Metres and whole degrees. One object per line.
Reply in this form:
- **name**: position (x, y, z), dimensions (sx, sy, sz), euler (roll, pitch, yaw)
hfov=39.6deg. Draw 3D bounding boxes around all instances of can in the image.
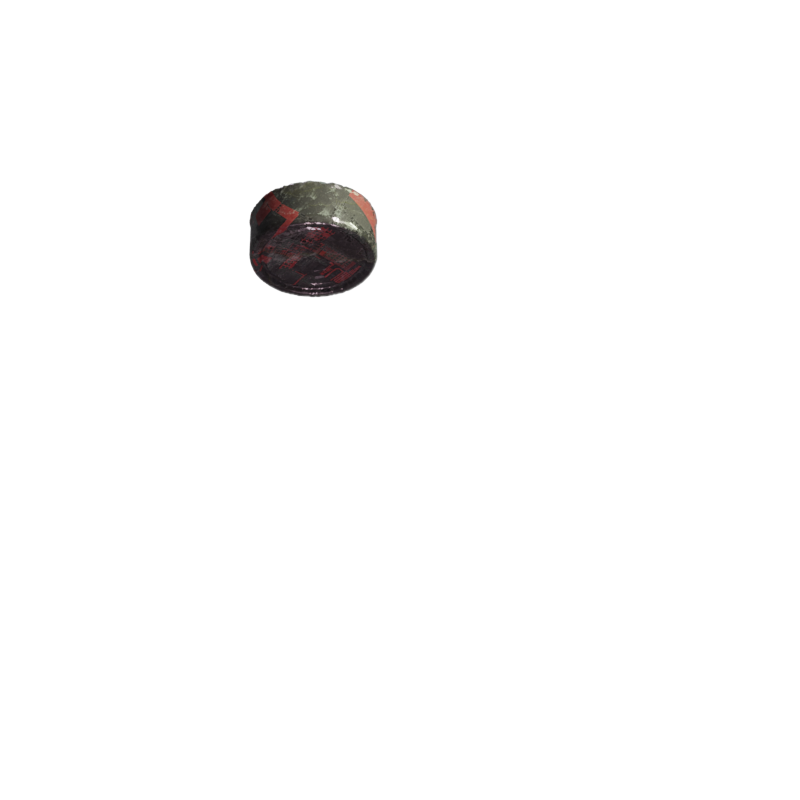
- **can**: position (-0.058, -0.105, 0.736), dimensions (0.086, 0.036, 0.080), euler (1, -33, -2)
